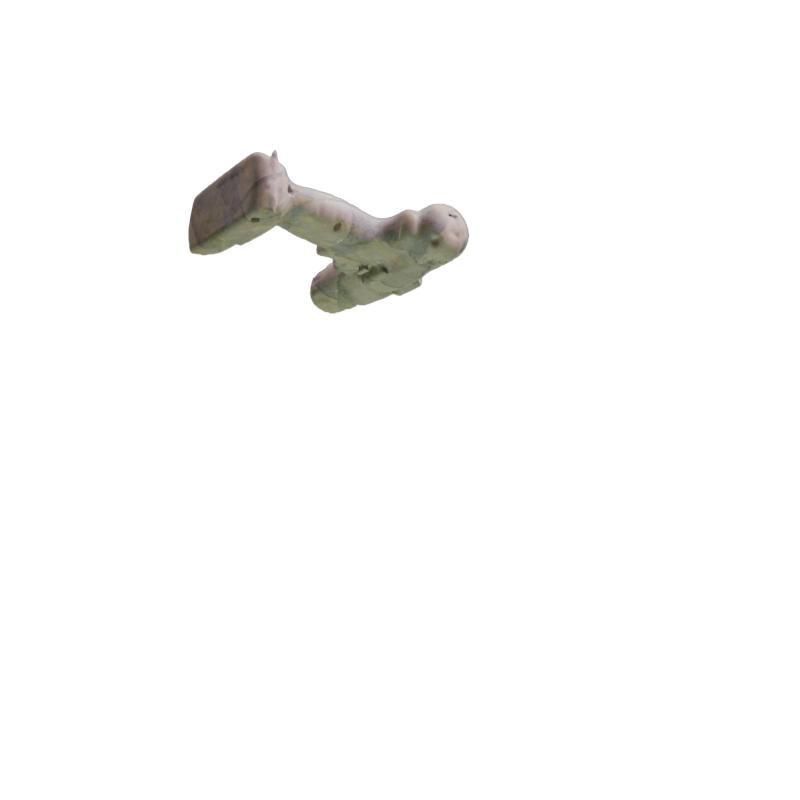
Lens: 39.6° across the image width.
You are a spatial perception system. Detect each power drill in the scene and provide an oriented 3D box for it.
[{"bbox_3d":[-0.069,-0.125,0.876,0.178,0.060,0.184,13,-23,-34],"label":"power drill"}]
